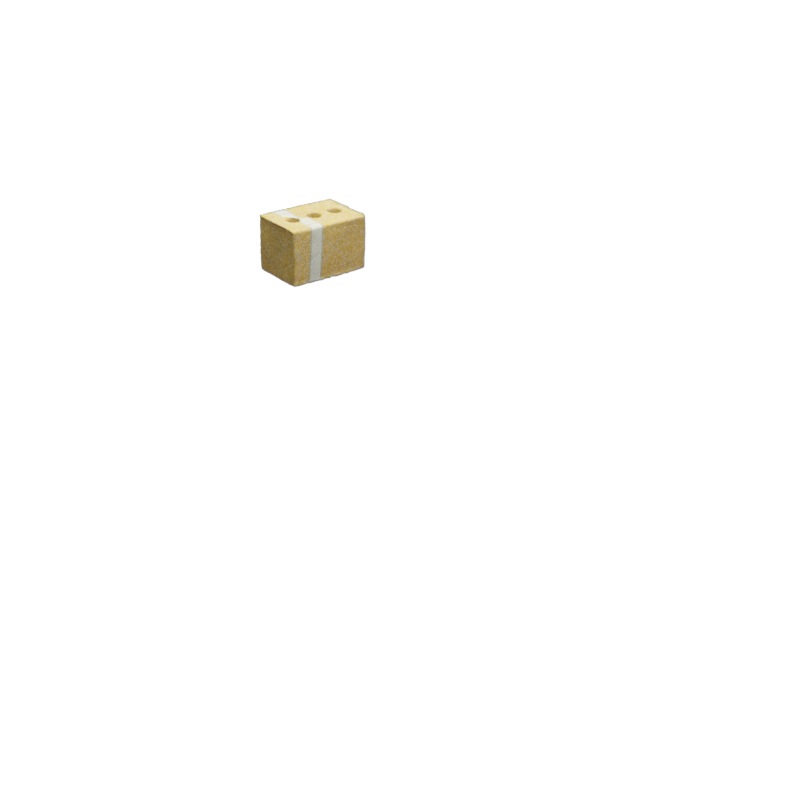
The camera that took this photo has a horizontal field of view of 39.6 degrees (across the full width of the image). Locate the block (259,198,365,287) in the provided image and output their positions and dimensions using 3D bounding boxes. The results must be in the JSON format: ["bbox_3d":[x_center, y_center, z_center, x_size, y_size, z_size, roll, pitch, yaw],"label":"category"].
[{"bbox_3d":[-0.075,-0.137,0.957,0.077,0.049,0.056,-19,31,-34],"label":"block"}]
